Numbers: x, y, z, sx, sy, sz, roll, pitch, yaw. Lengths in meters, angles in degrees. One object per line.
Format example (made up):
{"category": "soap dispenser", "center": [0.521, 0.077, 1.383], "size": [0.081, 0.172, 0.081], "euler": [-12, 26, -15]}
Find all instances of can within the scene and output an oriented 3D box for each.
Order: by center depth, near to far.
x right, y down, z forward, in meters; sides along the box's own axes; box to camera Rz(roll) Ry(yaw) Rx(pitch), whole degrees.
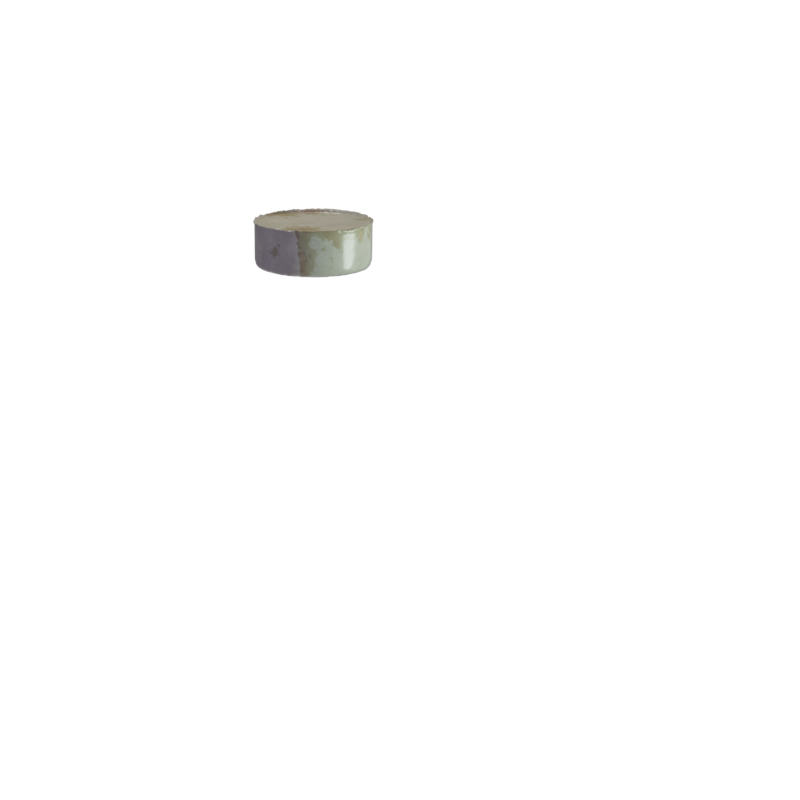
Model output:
{"category": "can", "center": [-0.062, -0.114, 0.796], "size": [0.086, 0.032, 0.089], "euler": [-1, 19, -2]}
